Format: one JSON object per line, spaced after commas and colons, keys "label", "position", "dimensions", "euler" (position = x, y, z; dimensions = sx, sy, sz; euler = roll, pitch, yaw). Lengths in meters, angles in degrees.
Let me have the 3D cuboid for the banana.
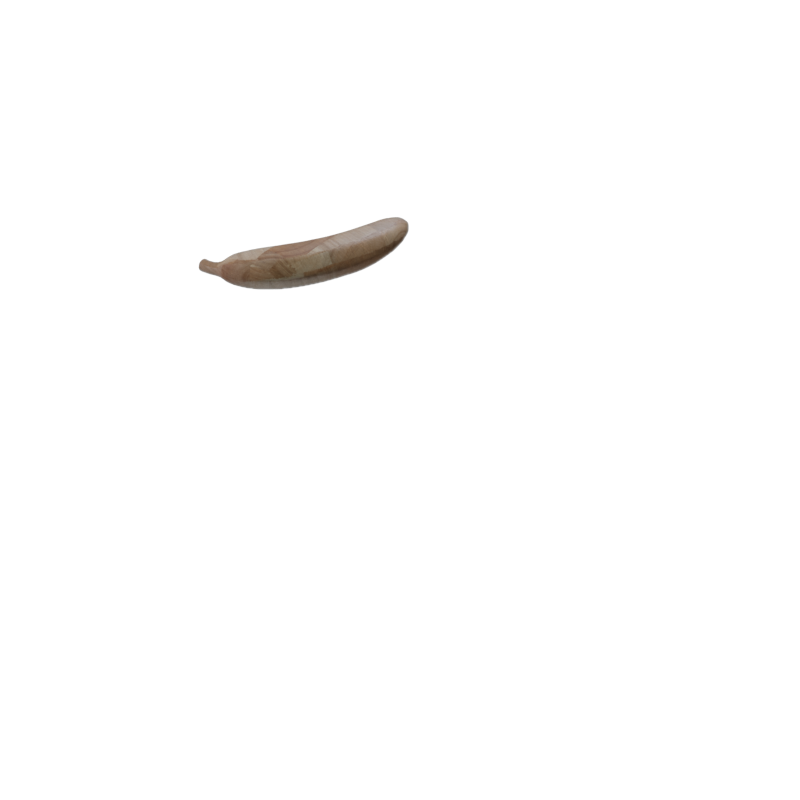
{"label": "banana", "position": [-0.074, -0.129, 0.972], "dimensions": [0.195, 0.034, 0.075], "euler": [-12, 37, -17]}
